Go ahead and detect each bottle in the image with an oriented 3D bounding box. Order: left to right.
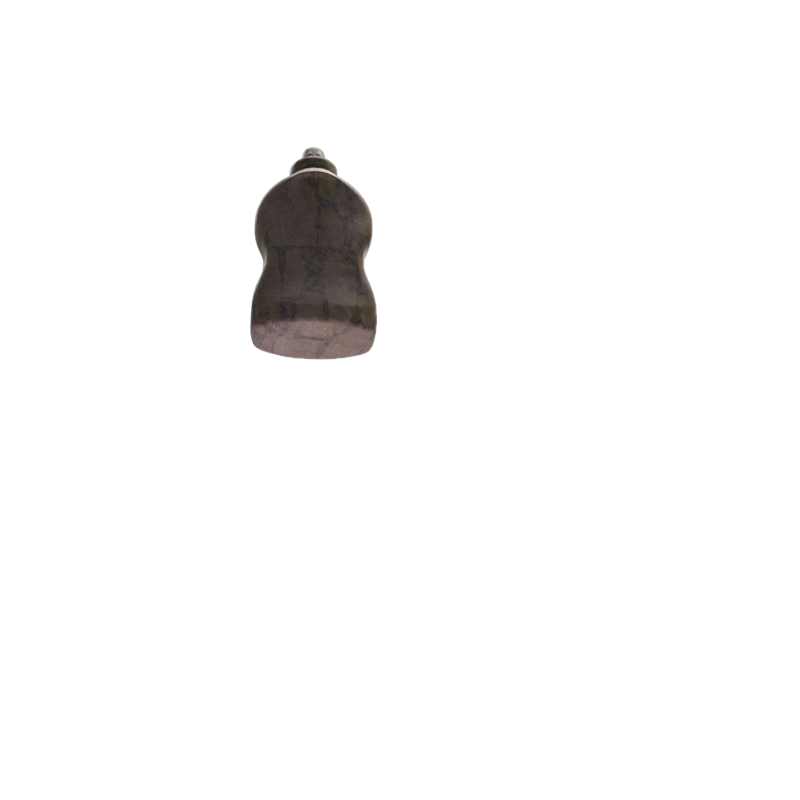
[{"bbox_3d":[-0.070,-0.127,0.894,0.096,0.205,0.055,0,-34,-4],"label":"bottle"}]
